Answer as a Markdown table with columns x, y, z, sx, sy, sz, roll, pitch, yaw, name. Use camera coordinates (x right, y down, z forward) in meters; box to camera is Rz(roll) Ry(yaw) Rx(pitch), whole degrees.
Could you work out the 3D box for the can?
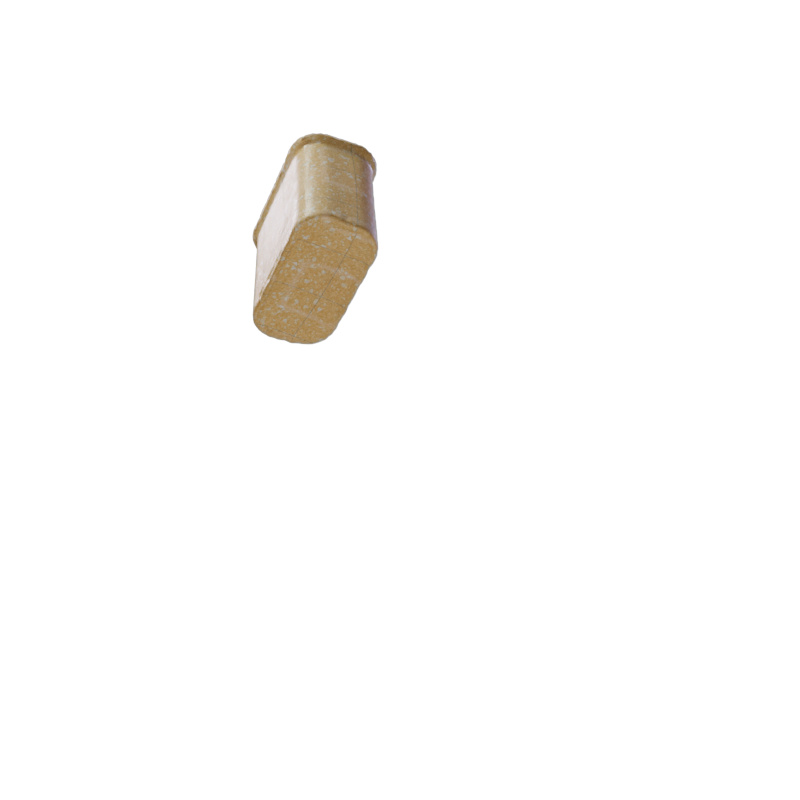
| x | y | z | sx | sy | sz | roll | pitch | yaw | name |
| --- | --- | --- | --- | --- | --- | --- | --- | --- | --- |
| -0.053 | -0.096 | 0.673 | 0.056 | 0.098 | 0.090 | 17 | 38 | -17 | can |
